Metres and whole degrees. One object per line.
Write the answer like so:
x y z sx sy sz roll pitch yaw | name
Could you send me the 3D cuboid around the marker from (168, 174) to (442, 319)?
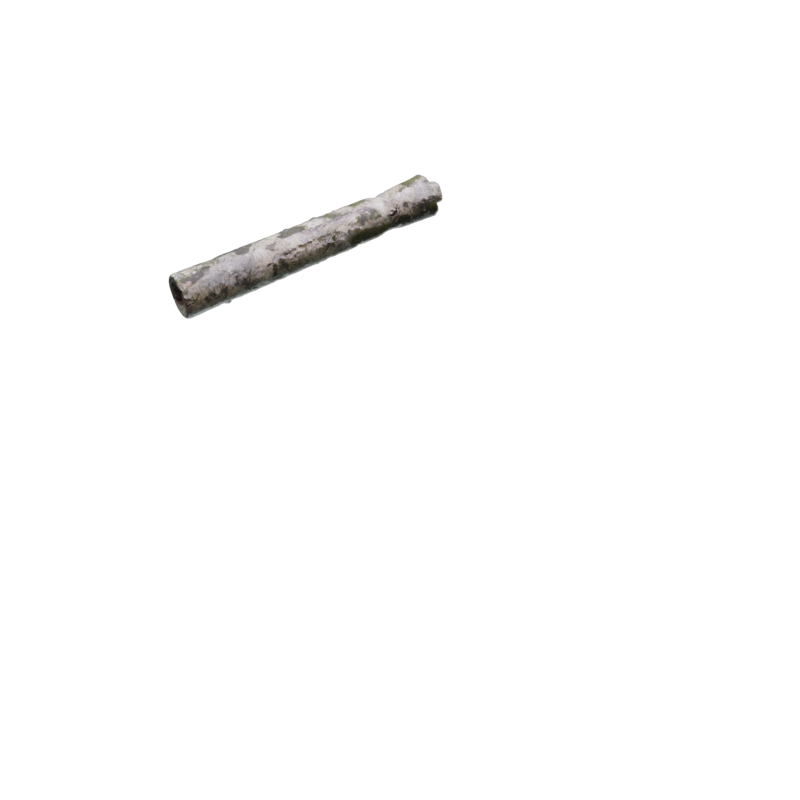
-0.035 -0.064 0.450 0.120 0.019 0.020 -25 13 -20 | marker
